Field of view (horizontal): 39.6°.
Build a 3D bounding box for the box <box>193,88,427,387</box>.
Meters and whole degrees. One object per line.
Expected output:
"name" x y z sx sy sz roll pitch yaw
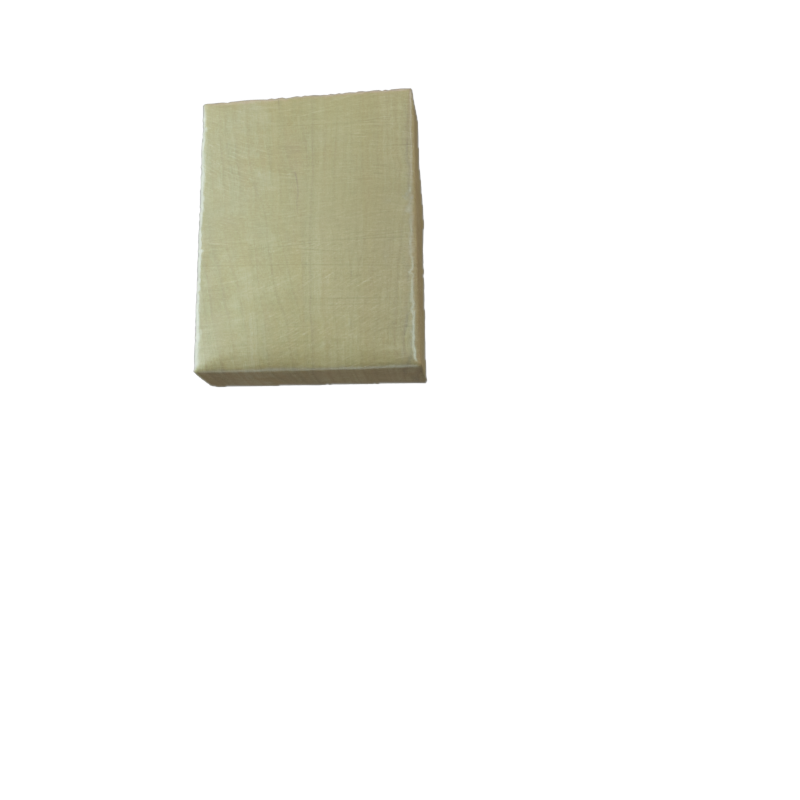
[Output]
"box" -0.065 -0.119 0.834 0.166 0.223 0.068 -3 -18 8
